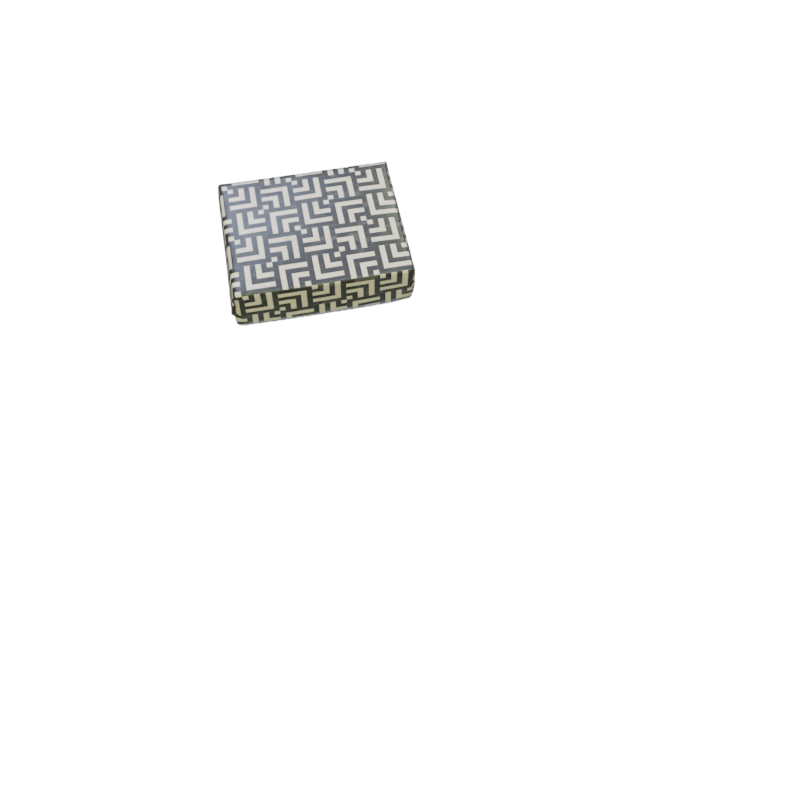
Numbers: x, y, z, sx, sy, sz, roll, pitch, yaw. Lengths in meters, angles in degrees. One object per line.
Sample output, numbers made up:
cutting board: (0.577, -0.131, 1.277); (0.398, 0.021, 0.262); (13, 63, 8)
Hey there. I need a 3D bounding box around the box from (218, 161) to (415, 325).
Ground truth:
box: (-0.055, -0.099, 0.697); (0.113, 0.097, 0.036); (-8, -33, -6)
